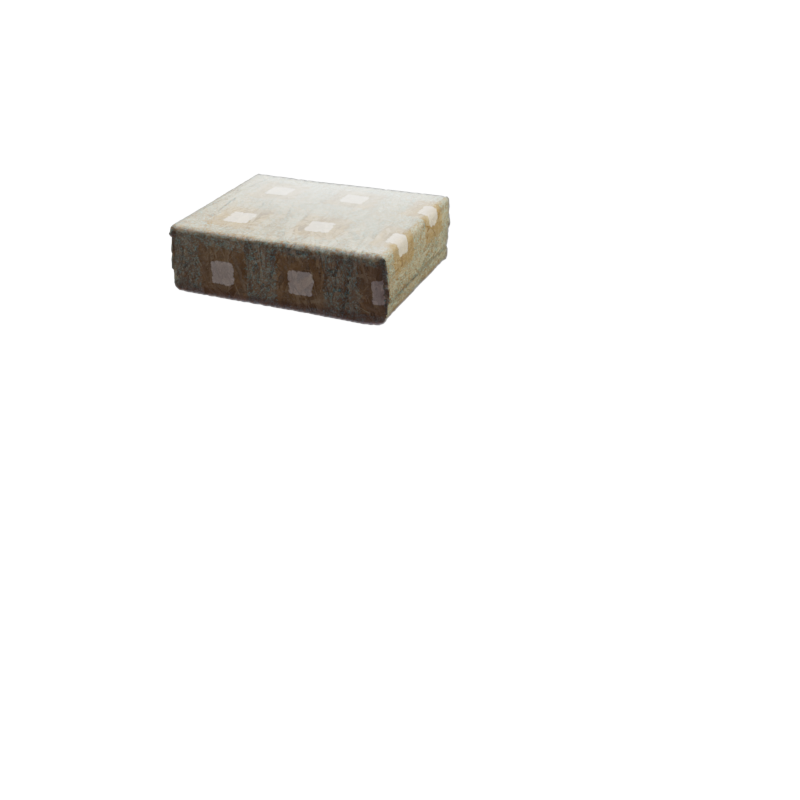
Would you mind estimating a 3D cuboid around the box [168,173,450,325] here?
[{"bbox_3d":[-0.043,-0.078,0.546,0.118,0.037,0.092,12,31,20],"label":"box"}]
